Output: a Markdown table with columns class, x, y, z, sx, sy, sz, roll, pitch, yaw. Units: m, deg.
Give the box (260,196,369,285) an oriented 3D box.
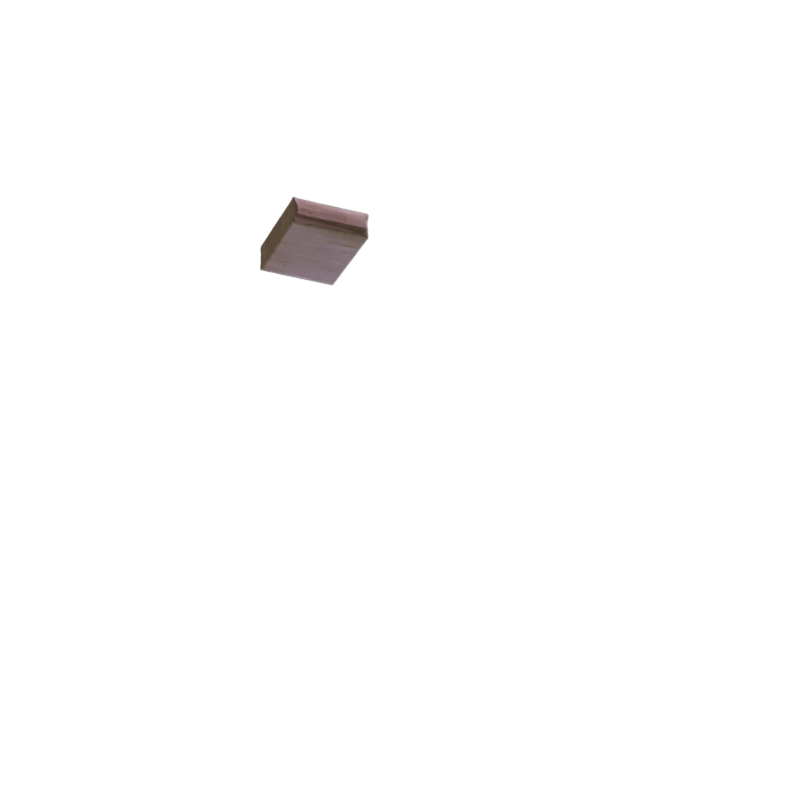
| class | x | y | z | sx | sy | sz | roll | pitch | yaw |
| --- | --- | --- | --- | --- | --- | --- | --- | --- | --- |
| box | -0.078 | -0.142 | 0.996 | 0.071 | 0.032 | 0.087 | 11 | -31 | -20 |
